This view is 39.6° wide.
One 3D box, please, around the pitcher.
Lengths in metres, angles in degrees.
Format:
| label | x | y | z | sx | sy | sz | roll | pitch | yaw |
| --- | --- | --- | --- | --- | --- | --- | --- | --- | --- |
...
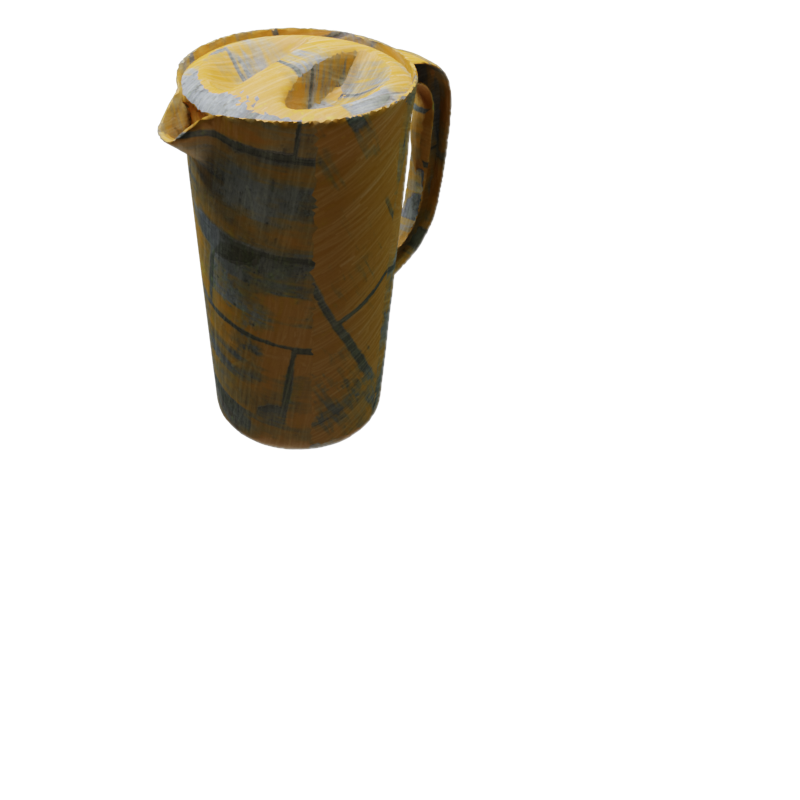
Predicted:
| label | x | y | z | sx | sy | sz | roll | pitch | yaw |
| --- | --- | --- | --- | --- | --- | --- | --- | --- | --- |
| pitcher | -0.053 | -0.096 | 0.675 | 0.151 | 0.228 | 0.153 | 7 | 36 | 6 |
